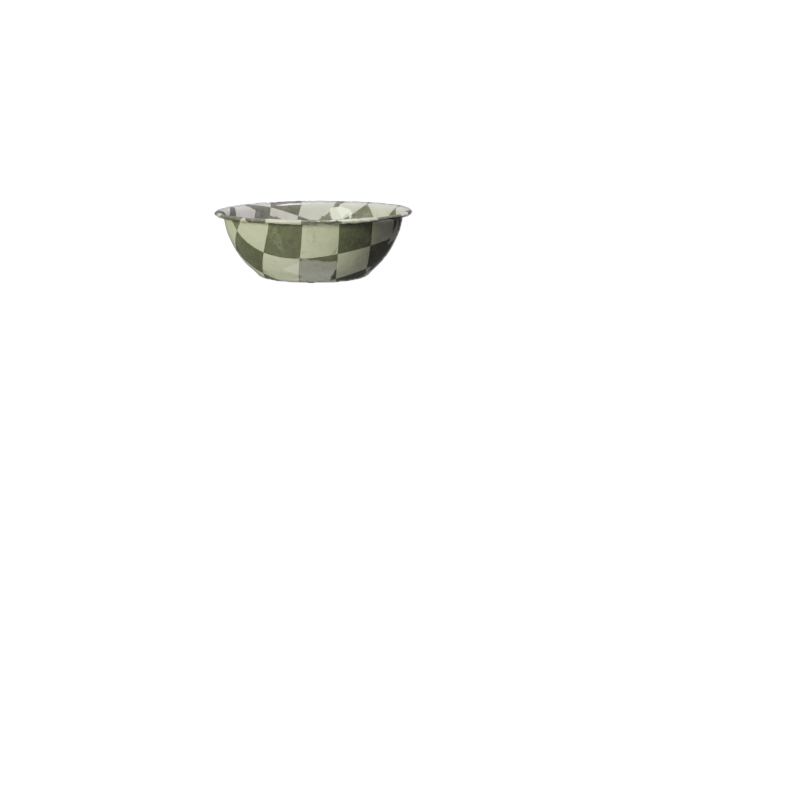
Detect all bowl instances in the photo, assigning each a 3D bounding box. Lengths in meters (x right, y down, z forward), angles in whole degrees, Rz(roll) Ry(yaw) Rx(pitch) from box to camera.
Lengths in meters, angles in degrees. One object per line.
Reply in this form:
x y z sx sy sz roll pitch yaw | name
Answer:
-0.071 -0.130 0.913 0.162 0.054 0.167 0 14 -2 | bowl
